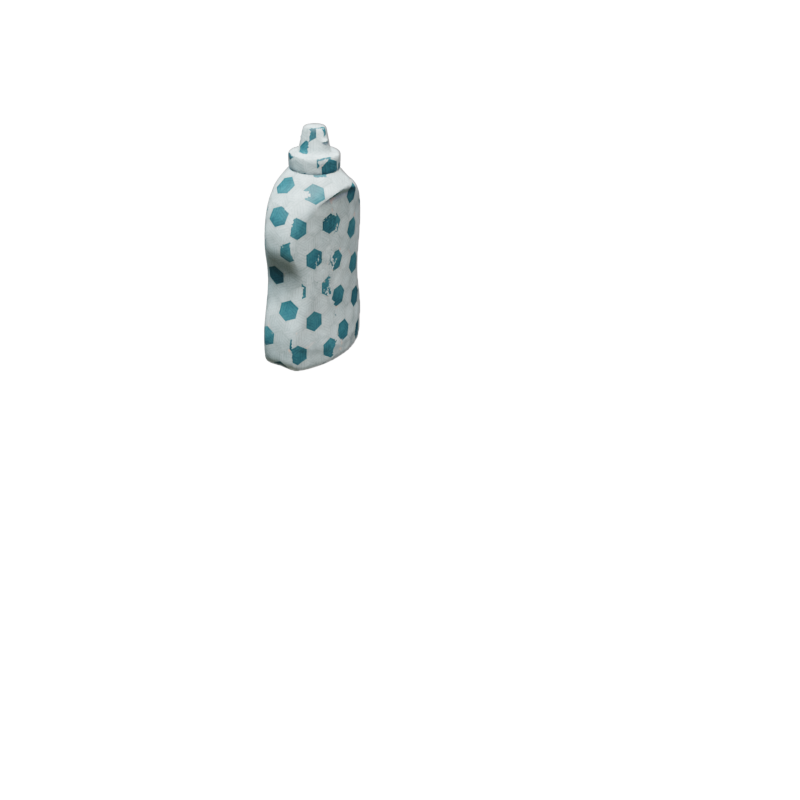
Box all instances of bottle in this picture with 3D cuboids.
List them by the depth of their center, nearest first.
[{"bbox_3d":[-0.069,-0.126,0.886,0.061,0.182,0.096,17,28,32],"label":"bottle"}]
